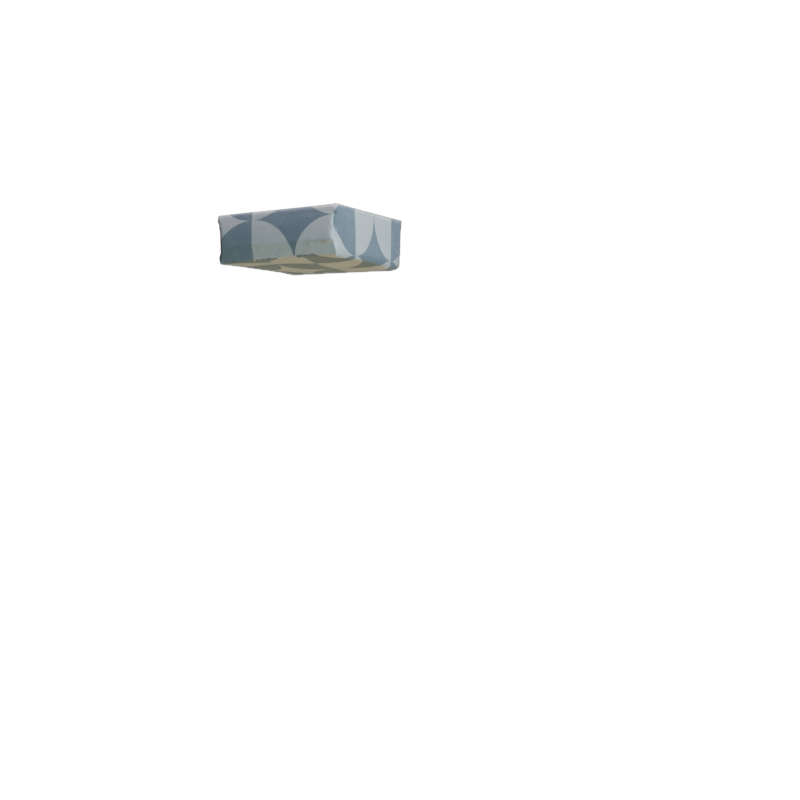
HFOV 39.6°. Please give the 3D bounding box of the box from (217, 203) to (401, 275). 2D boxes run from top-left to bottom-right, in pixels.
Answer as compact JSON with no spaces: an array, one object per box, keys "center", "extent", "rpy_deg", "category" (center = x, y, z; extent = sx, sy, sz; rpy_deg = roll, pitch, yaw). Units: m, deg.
[{"center":[-0.060,-0.110,0.770],"extent":[0.092,0.039,0.109],"rpy_deg":[0,-1,24],"category":"box"}]
